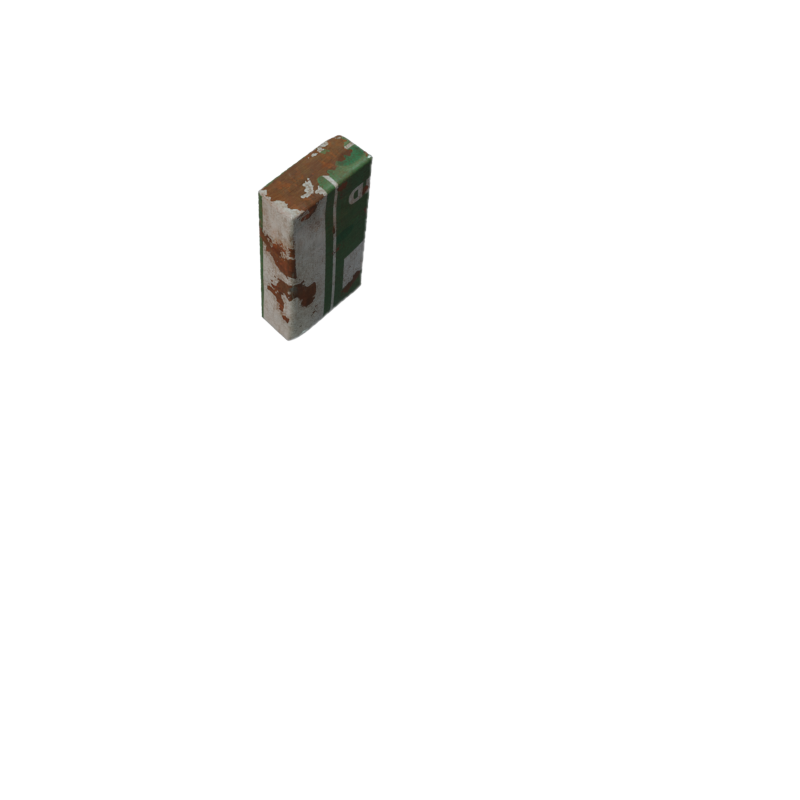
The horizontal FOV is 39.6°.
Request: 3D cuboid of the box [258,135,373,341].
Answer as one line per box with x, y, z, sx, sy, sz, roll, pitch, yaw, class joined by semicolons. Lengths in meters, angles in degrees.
-0.073;-0.132;0.925;0.051;0.094;0.165;38;-29;20;box
